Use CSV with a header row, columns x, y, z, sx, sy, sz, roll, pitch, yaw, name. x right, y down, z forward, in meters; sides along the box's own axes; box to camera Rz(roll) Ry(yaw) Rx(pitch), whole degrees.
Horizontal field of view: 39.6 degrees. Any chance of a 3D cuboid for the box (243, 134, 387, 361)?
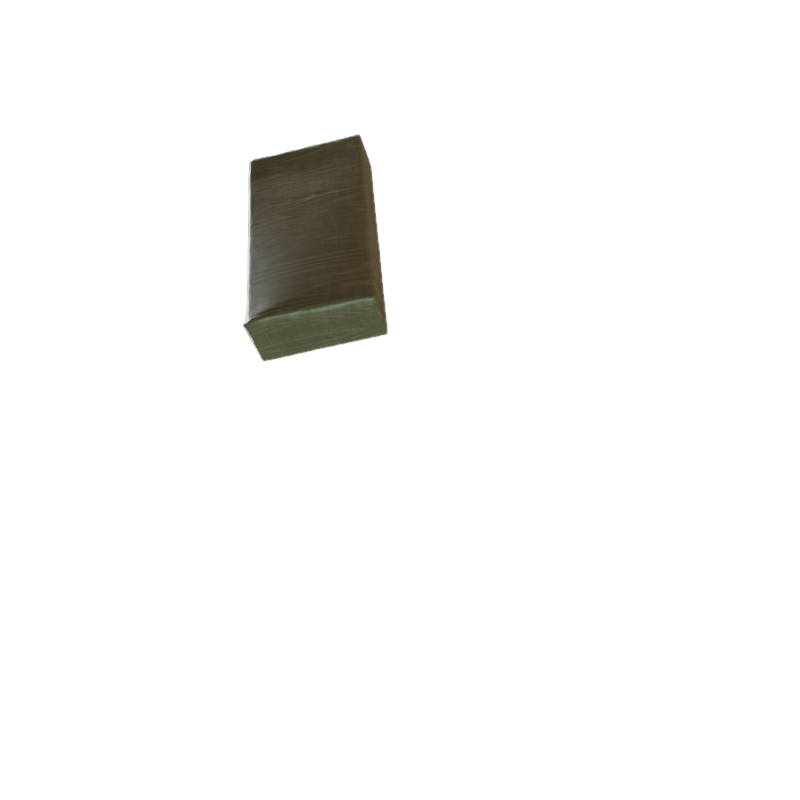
x,y,z,sx,sy,sz,roll,pitch,yaw,name
-0.063,-0.115,0.805,0.094,0.189,0.044,-12,-45,9,box
